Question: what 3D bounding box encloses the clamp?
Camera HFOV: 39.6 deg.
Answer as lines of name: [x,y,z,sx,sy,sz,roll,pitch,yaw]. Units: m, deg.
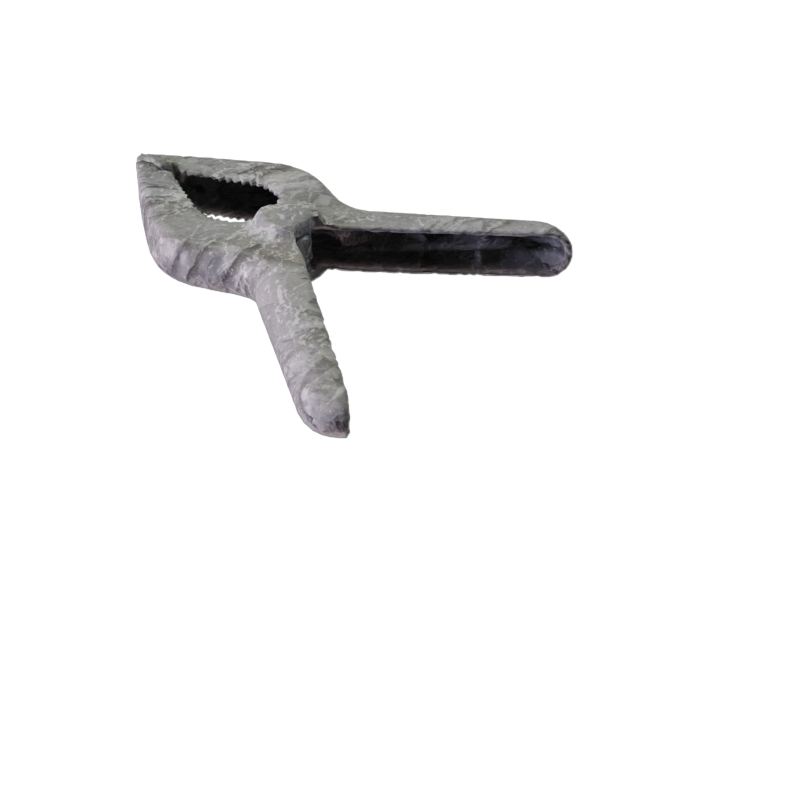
clamp: [-0.040,-0.072,0.508,0.164,0.034,0.225,-28,44,-33]
